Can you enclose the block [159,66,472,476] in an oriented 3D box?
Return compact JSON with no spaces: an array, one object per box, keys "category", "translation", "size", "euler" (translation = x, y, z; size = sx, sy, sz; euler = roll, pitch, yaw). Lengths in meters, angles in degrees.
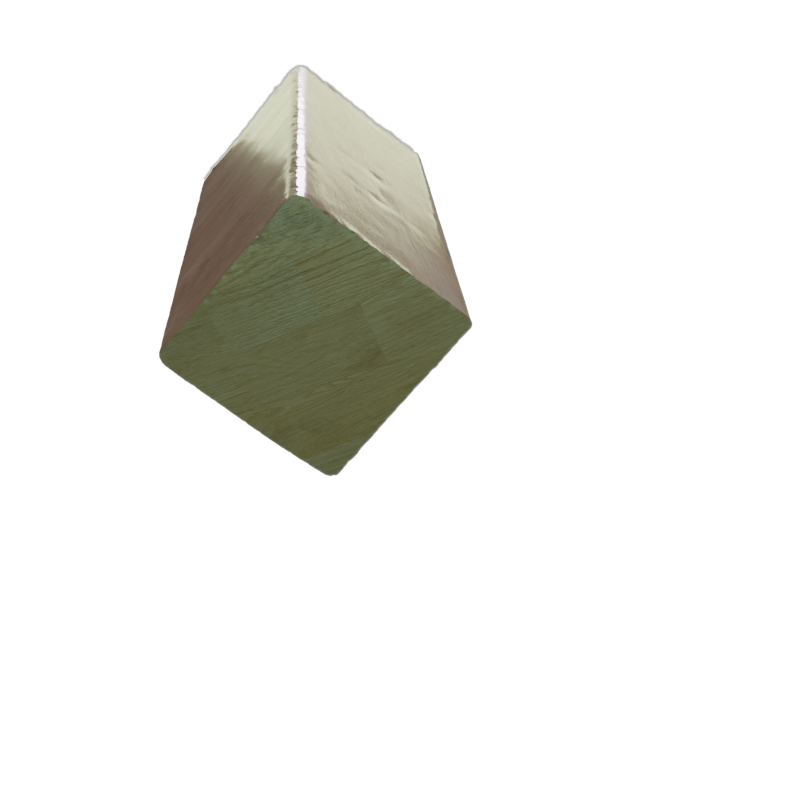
[{"category":"block","translation":[-0.041,-0.074,0.517],"size":[0.087,0.089,0.218],"euler":[35,21,-20]}]
